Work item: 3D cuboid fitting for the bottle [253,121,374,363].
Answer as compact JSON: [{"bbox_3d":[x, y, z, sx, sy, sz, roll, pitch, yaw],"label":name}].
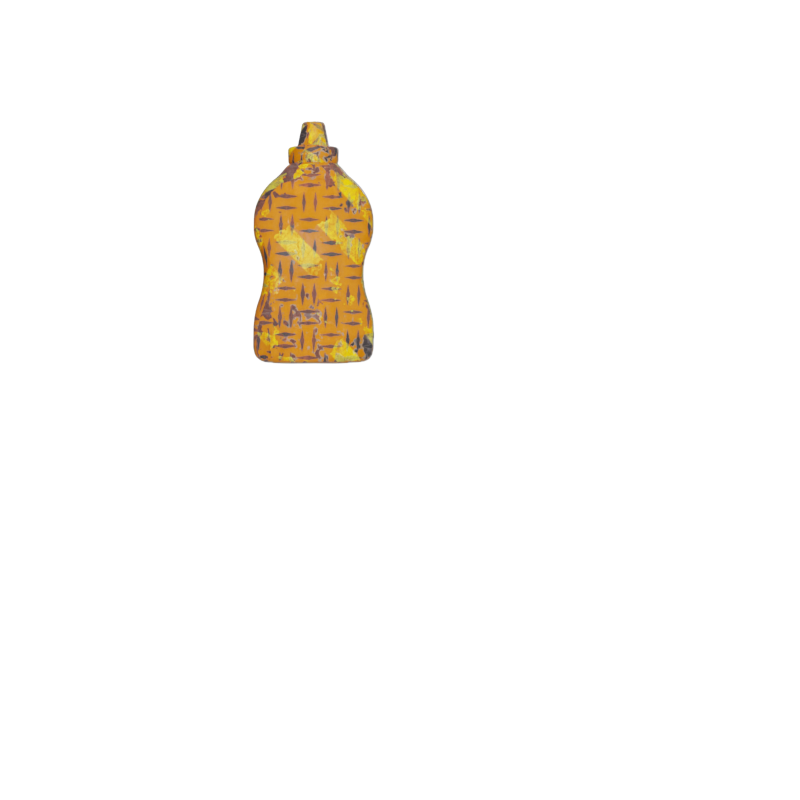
[{"bbox_3d":[-0.070,-0.127,0.890,0.096,0.192,0.058,0,0,-2],"label":"bottle"}]
